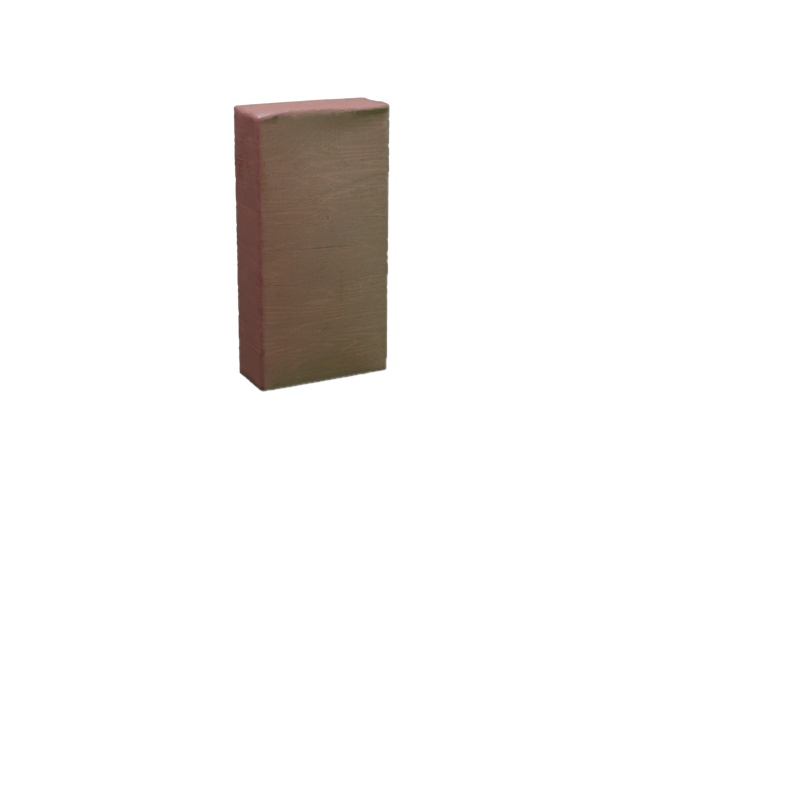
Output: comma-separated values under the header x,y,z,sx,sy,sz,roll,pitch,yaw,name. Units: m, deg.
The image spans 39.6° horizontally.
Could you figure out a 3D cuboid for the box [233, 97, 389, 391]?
x,y,z,sx,sy,sz,roll,pitch,yaw,name
-0.055,-0.100,0.704,0.091,0.169,0.051,-9,20,-26,box
